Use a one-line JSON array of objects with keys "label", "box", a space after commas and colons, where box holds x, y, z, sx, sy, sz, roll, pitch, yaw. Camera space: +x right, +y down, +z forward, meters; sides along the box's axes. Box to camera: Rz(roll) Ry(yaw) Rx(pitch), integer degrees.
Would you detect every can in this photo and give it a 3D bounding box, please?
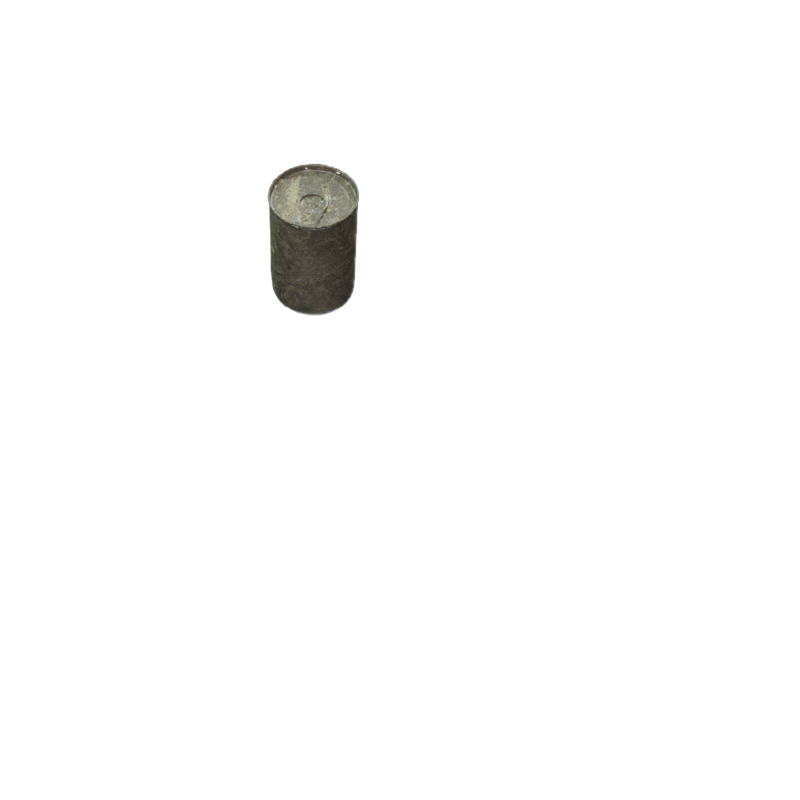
[{"label": "can", "box": [-0.067, -0.122, 0.857, 0.068, 0.074, 0.095, 0, -40, -3]}]
